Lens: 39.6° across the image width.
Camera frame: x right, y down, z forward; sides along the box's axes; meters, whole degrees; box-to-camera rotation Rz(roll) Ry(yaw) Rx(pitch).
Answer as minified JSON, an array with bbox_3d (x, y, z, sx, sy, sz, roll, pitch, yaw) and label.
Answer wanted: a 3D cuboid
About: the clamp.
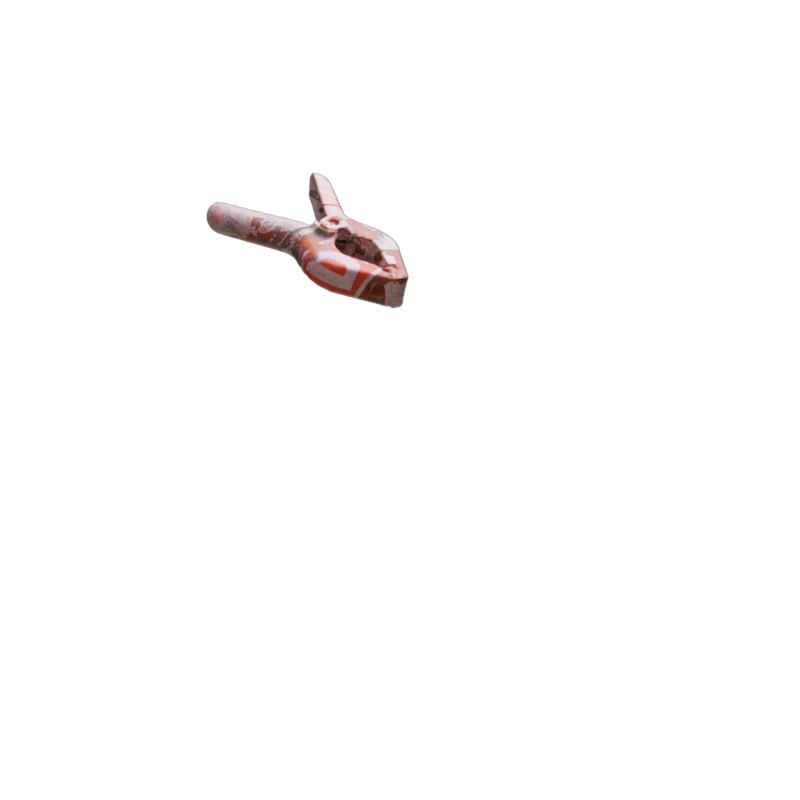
[{"bbox_3d":[-0.067,-0.122,0.854,0.119,0.037,0.185,-22,43,-26],"label":"clamp"}]
